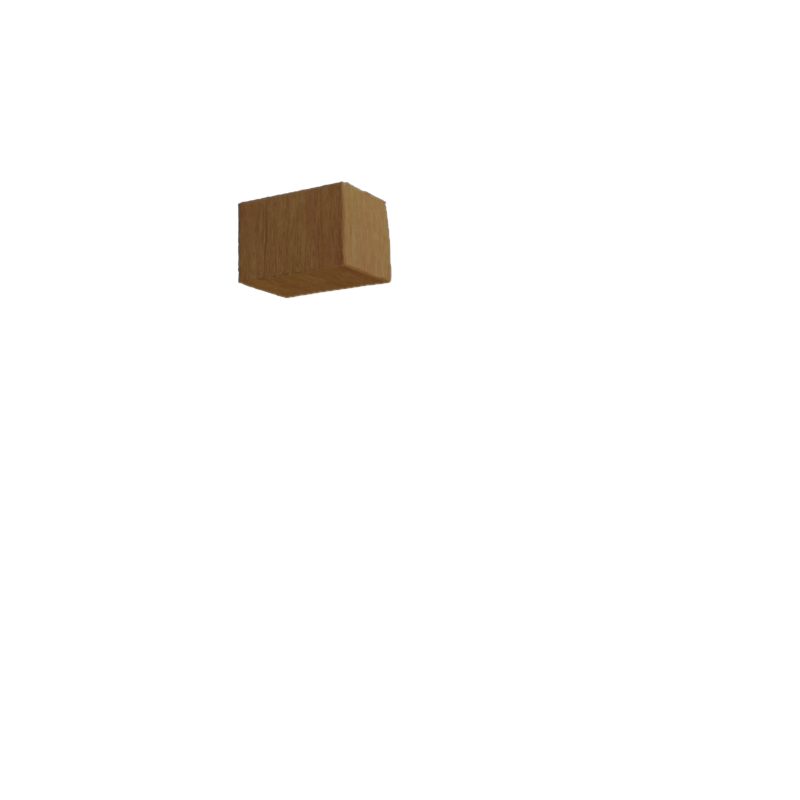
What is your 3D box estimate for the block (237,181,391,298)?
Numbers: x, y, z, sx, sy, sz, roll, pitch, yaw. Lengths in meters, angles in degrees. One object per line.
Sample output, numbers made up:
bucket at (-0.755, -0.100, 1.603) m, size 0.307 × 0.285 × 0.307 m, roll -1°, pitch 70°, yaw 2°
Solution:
block at (-0.052, -0.094, 0.660) m, size 0.080 × 0.053 × 0.050 m, roll -6°, pitch -12°, yaw 30°
